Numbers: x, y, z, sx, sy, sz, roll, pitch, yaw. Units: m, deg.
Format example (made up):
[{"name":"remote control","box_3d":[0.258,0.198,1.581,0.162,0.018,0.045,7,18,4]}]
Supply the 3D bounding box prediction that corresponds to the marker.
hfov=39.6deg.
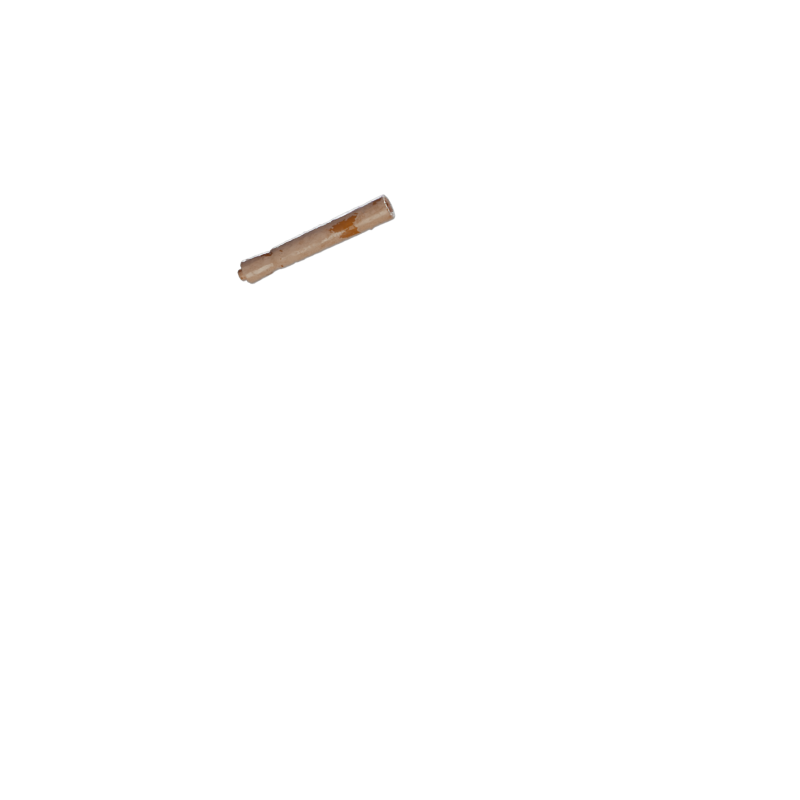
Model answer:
[{"name":"marker","box_3d":[-0.061,-0.111,0.780,0.121,0.020,0.019,-22,-3,17]}]
